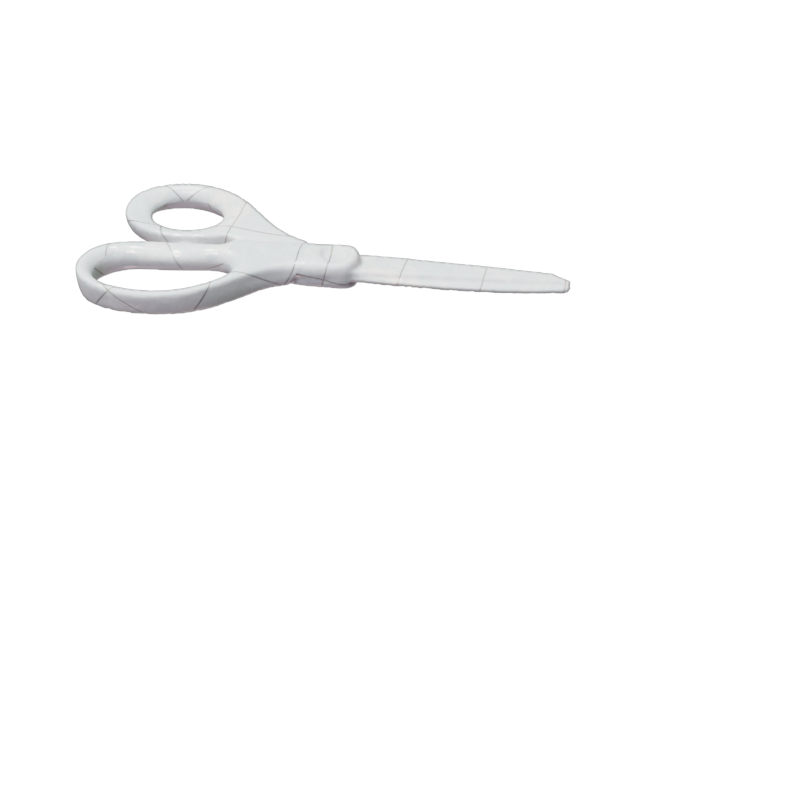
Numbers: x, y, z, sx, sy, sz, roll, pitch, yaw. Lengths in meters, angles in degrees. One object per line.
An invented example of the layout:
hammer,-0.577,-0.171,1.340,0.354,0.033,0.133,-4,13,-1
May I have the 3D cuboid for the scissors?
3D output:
scissors,-0.038,-0.069,0.483,0.200,0.015,0.104,-5,39,-6
